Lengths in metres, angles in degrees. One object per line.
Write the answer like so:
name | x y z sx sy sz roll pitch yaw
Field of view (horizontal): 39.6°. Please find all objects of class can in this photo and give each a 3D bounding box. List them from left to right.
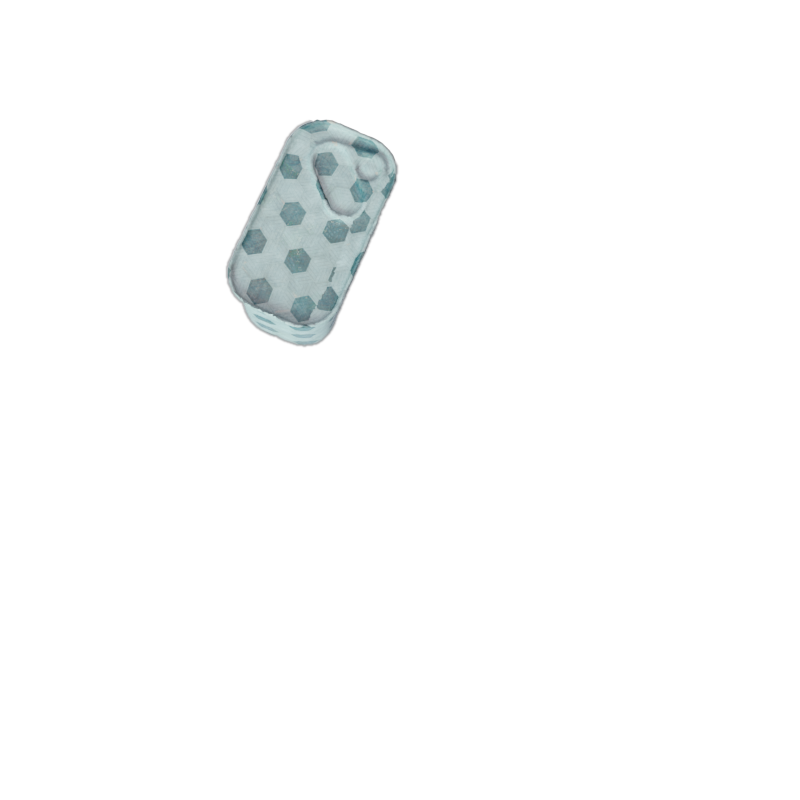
can | -0.045 -0.082 0.573 0.058 0.104 0.082 23 -10 1
